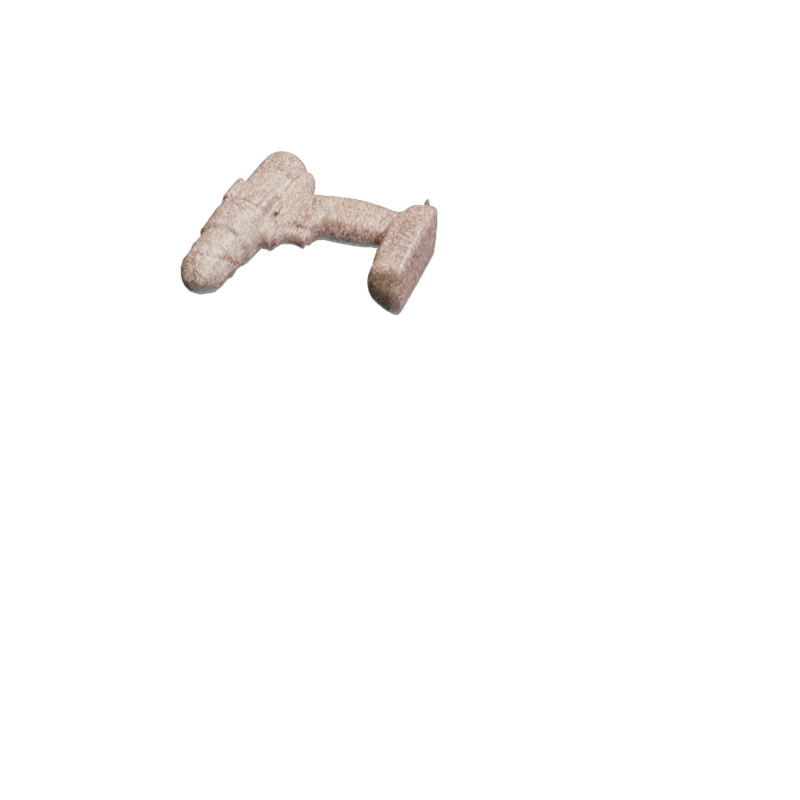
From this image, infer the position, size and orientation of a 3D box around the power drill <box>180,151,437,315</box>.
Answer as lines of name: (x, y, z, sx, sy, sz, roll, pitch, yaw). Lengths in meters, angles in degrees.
power drill: (-0.075, -0.136, 0.955, 0.194, 0.053, 0.192, 18, 49, 16)
